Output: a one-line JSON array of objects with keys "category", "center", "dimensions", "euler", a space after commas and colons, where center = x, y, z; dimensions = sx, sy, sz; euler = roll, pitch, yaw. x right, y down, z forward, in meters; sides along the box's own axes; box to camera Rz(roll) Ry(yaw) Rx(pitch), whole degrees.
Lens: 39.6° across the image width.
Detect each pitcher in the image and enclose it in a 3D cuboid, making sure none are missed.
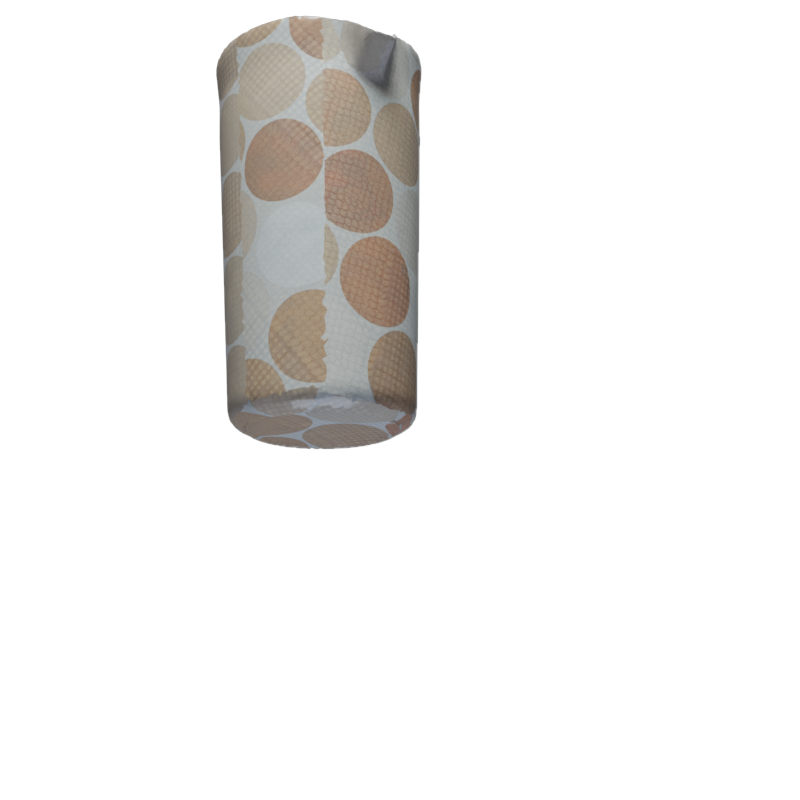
[{"category": "pitcher", "center": [-0.053, -0.097, 0.683], "dimensions": [0.147, 0.256, 0.140], "euler": [-6, -22, 13]}]
